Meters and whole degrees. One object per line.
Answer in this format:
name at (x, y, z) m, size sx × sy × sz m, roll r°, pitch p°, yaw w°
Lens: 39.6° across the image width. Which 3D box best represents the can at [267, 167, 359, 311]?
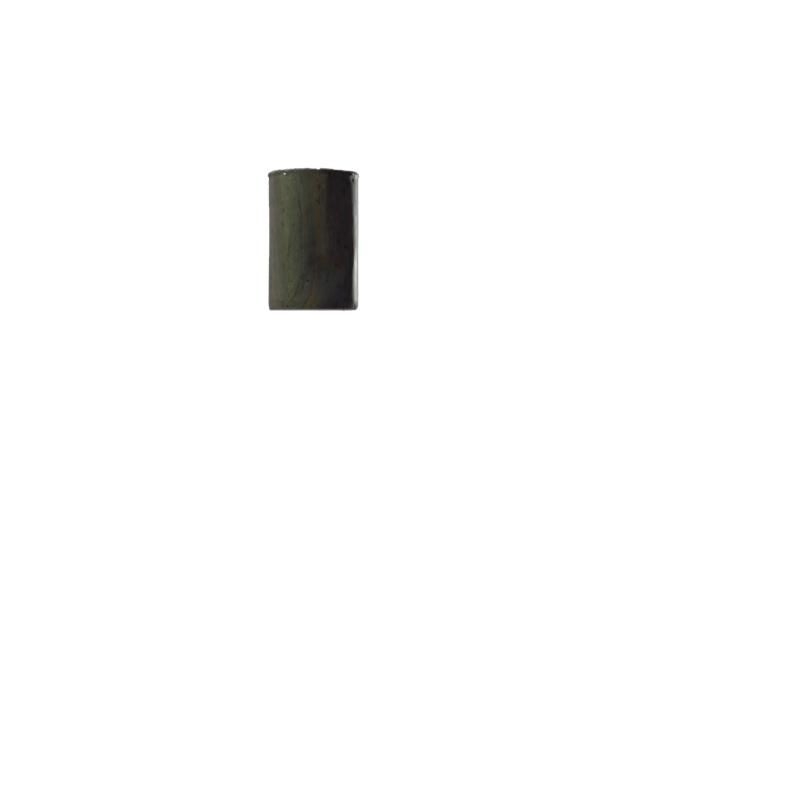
can at (-0.064, -0.117, 0.821) m, size 0.068 × 0.103 × 0.068 m, roll 0°, pitch -1°, yaw -2°
